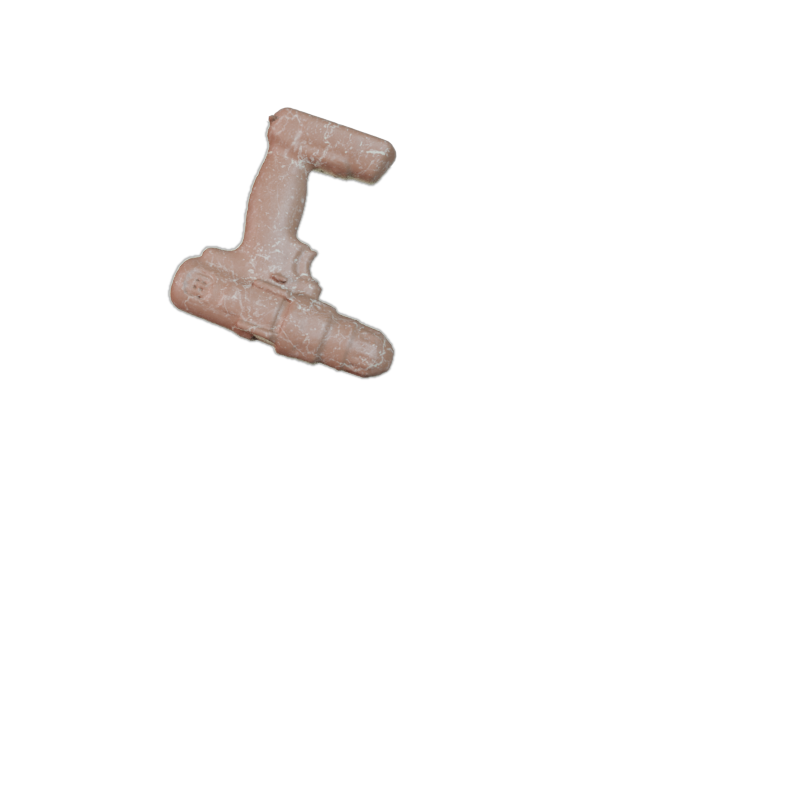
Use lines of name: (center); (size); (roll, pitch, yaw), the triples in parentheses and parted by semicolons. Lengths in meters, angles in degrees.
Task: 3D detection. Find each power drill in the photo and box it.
power drill: (-0.069, -0.126, 0.882); (0.186, 0.192, 0.056); (20, -12, 4)
